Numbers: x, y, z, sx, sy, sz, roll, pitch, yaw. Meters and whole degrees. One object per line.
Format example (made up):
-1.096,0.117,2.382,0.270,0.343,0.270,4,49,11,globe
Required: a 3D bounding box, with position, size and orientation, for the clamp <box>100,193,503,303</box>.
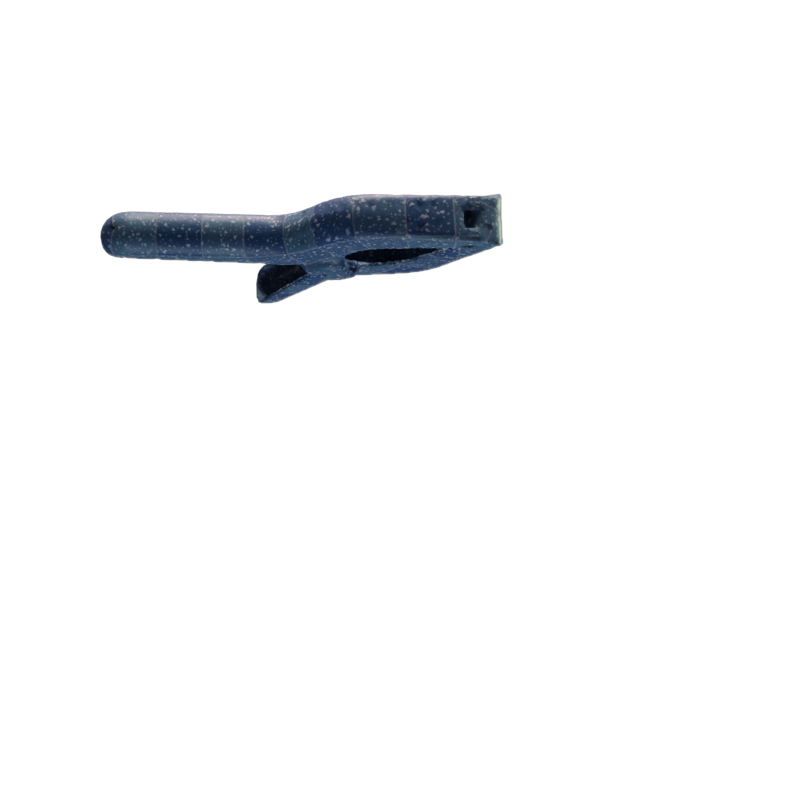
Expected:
-0.048,-0.087,0.613,0.216,0.037,0.156,-4,-7,35,clamp
